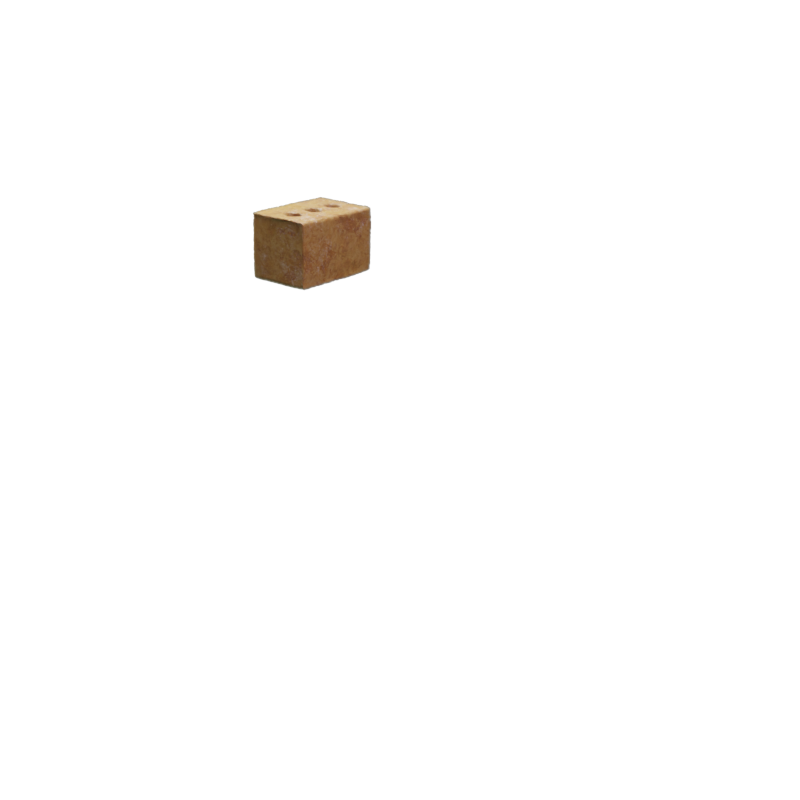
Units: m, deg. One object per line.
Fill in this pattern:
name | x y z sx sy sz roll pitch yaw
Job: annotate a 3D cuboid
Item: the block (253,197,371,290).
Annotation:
block | -0.065 -0.119 0.834 0.056 0.049 0.077 15 24 37
